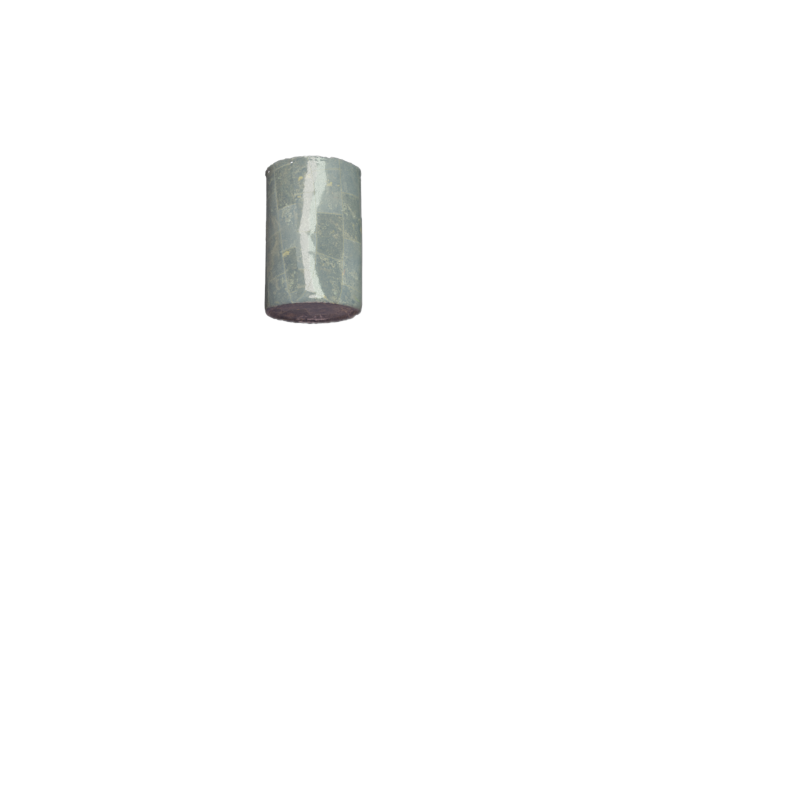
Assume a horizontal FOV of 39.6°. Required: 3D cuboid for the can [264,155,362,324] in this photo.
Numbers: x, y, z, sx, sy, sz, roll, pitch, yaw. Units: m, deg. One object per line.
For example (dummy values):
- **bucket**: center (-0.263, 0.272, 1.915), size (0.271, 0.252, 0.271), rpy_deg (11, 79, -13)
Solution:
- **can**: center (-0.060, -0.109, 0.766), size (0.068, 0.106, 0.066), rpy_deg (0, -14, -2)
